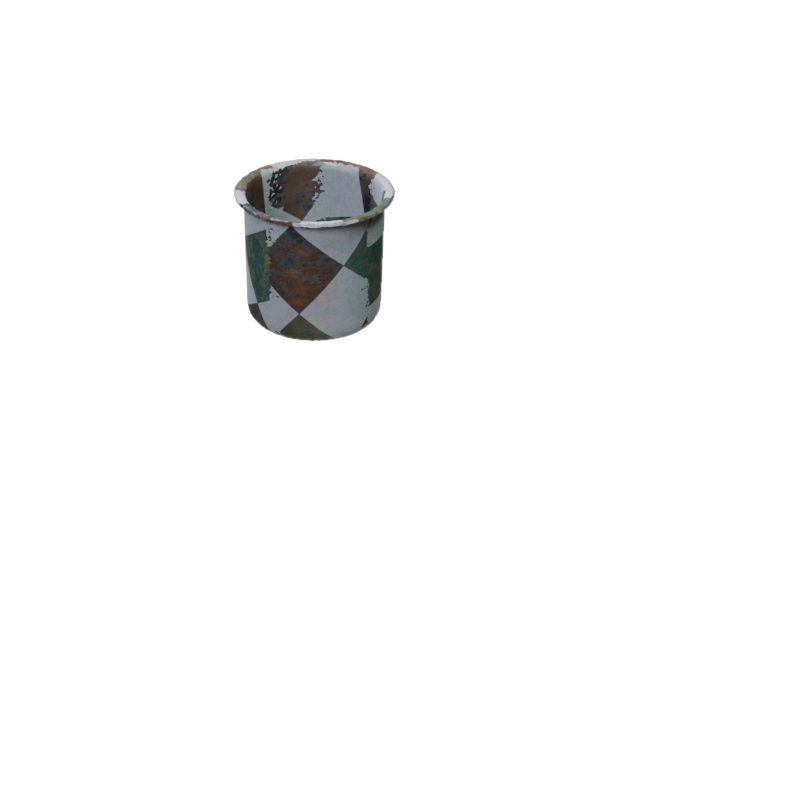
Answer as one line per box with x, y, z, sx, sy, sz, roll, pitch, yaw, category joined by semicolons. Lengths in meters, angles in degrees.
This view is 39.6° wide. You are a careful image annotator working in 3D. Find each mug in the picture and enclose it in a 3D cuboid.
-0.052;-0.096;0.670;0.093;0.077;0.125;-2;32;-5;mug
